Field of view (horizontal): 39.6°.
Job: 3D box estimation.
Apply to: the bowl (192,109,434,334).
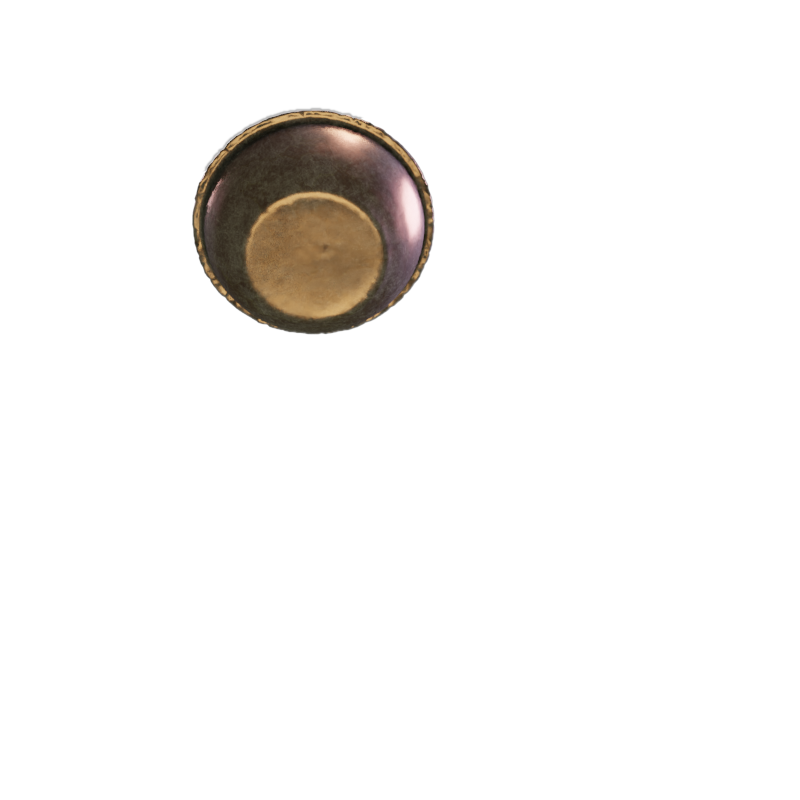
[{"bbox_3d":[-0.056,-0.102,0.714,0.162,0.154,0.058,1,26,-1],"label":"bowl"}]
